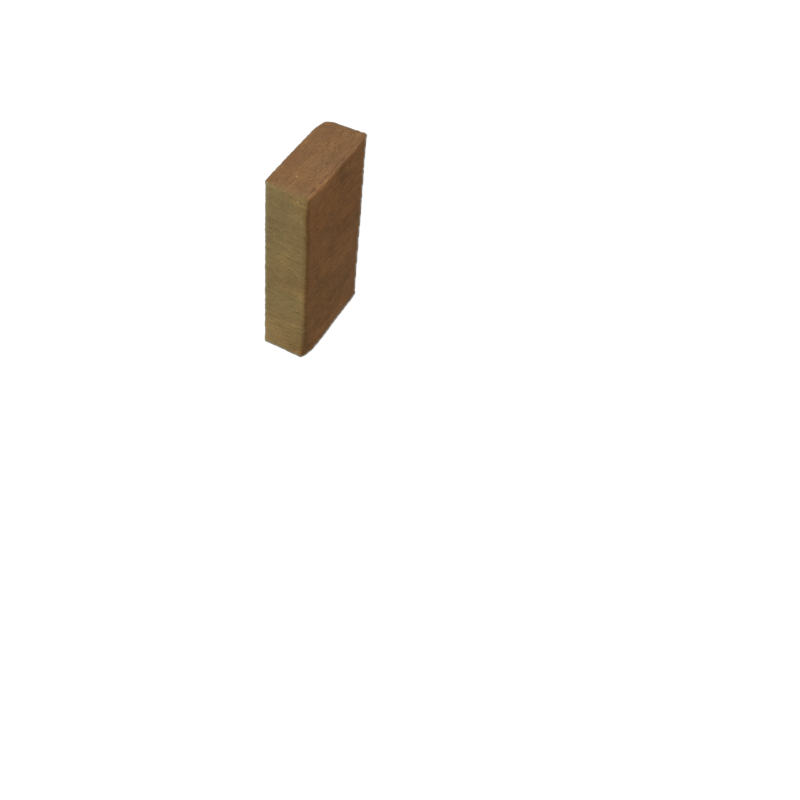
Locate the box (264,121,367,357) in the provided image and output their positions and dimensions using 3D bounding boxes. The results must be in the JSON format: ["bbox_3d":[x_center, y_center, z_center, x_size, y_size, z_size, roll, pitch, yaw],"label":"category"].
[{"bbox_3d":[-0.069,-0.127,0.885,0.050,0.164,0.096,21,48,16],"label":"box"}]
